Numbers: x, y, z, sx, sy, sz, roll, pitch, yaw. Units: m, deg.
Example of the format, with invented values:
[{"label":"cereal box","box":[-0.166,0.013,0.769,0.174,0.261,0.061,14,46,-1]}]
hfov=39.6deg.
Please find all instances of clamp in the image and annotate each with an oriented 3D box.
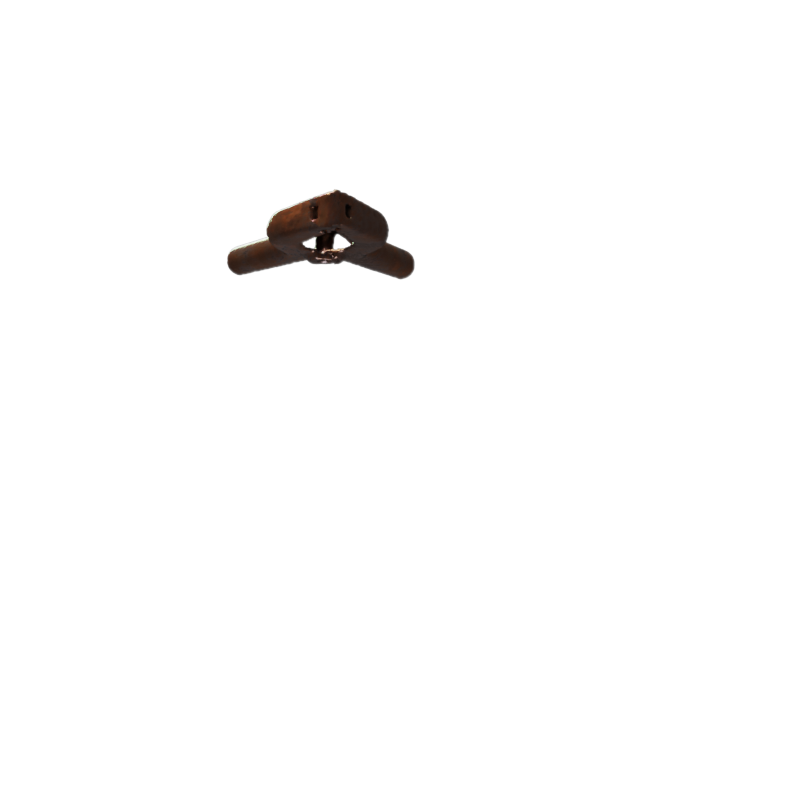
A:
[{"label":"clamp","box":[-0.070,-0.128,0.898,0.165,0.037,0.204,0,-5,2]}]
